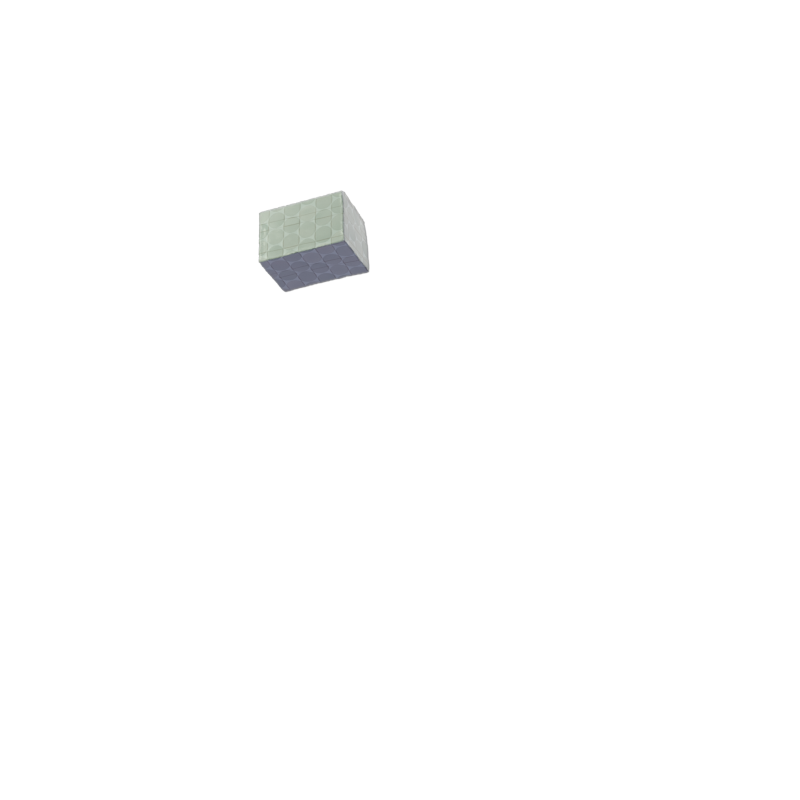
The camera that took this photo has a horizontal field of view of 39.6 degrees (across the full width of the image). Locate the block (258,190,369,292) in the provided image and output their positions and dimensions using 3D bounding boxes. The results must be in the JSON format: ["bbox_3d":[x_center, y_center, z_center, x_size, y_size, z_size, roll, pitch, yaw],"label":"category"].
[{"bbox_3d":[-0.071,-0.129,0.906,0.079,0.055,0.049,-11,-32,18],"label":"block"}]
